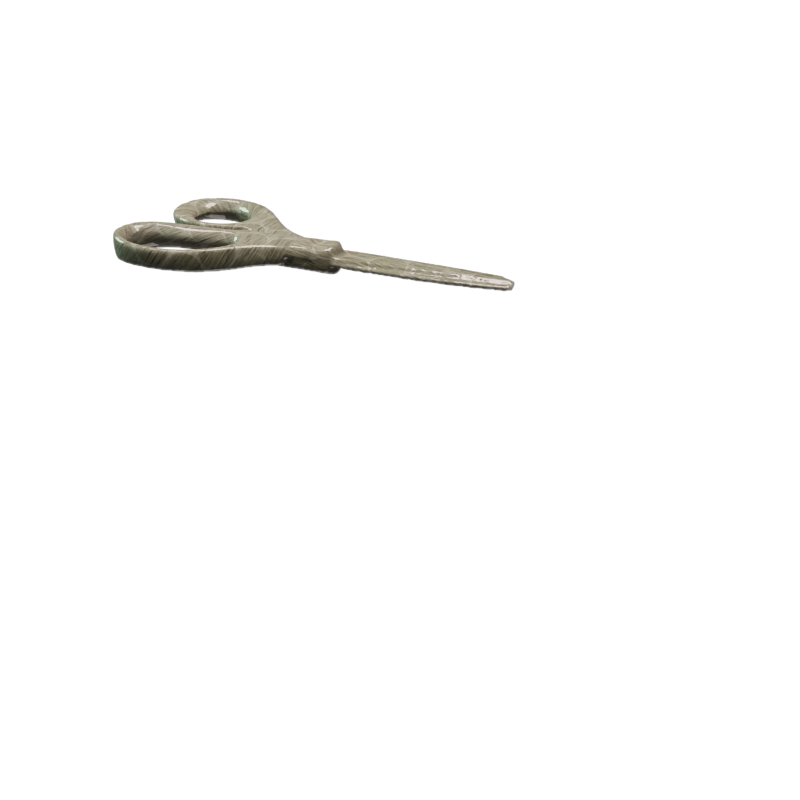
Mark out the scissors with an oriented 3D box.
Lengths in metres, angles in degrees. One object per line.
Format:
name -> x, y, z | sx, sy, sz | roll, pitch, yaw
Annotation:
scissors -> -0.044, -0.081, 0.568 | 0.204, 0.015, 0.100 | 4, 27, 7
